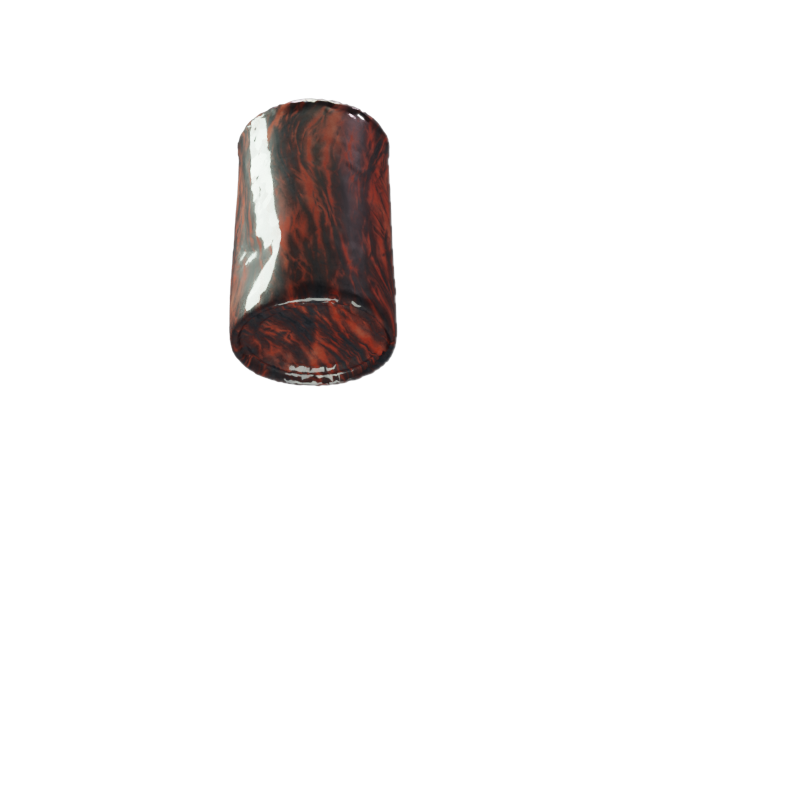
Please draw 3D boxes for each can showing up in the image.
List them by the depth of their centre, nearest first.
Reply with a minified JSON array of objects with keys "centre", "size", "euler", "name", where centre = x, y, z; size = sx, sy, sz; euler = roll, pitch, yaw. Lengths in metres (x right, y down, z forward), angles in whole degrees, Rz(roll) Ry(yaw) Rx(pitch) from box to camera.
[{"centre":[-0.036,-0.066,0.464],"size":[0.068,0.109,0.064],"euler":[-1,-34,-2],"name":"can"}]
